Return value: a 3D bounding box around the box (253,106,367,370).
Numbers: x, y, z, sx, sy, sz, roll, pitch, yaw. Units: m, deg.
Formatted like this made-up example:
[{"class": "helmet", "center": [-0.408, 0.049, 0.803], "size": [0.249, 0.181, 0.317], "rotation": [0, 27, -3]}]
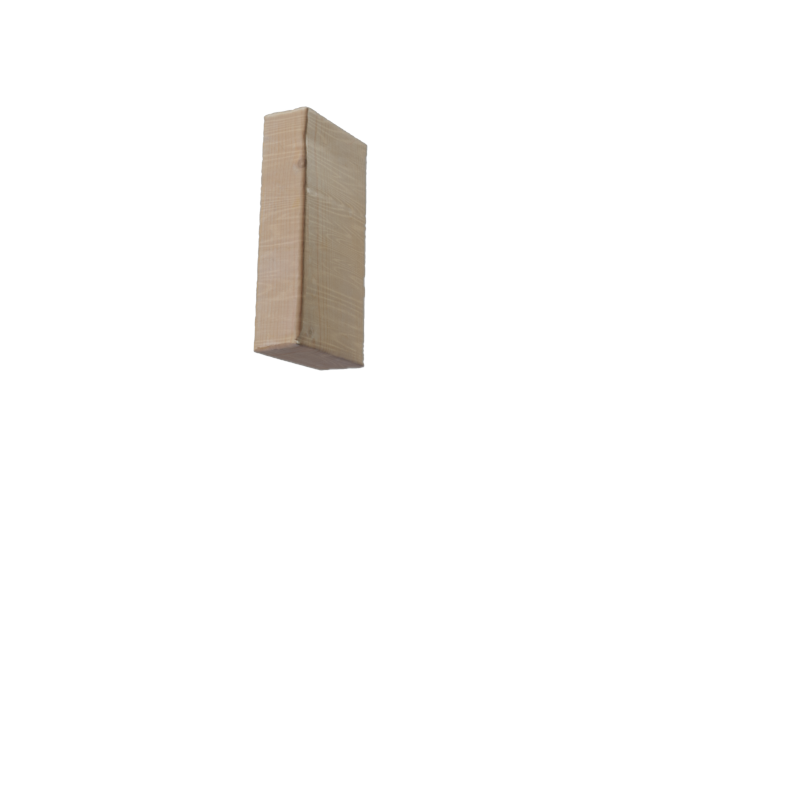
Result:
[{"class": "box", "center": [-0.064, -0.116, 0.814], "size": [0.049, 0.183, 0.088], "rotation": [-10, -17, 28]}]
